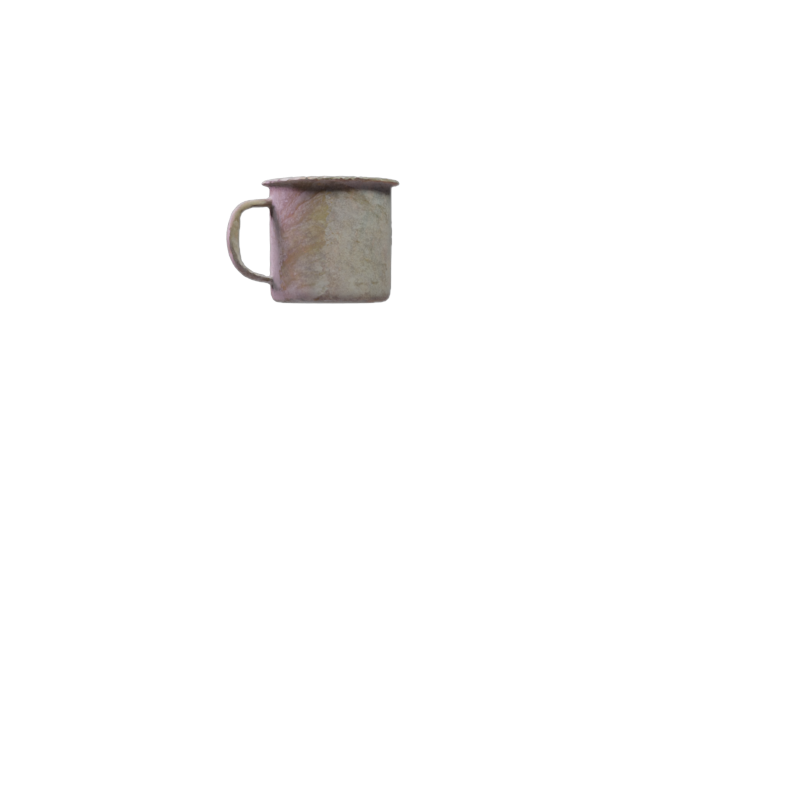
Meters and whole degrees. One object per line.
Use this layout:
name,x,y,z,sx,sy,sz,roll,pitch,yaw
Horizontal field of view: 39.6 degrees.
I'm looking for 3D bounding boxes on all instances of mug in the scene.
mug,-0.058,-0.106,0.743,0.115,0.081,0.095,-1,3,-17
